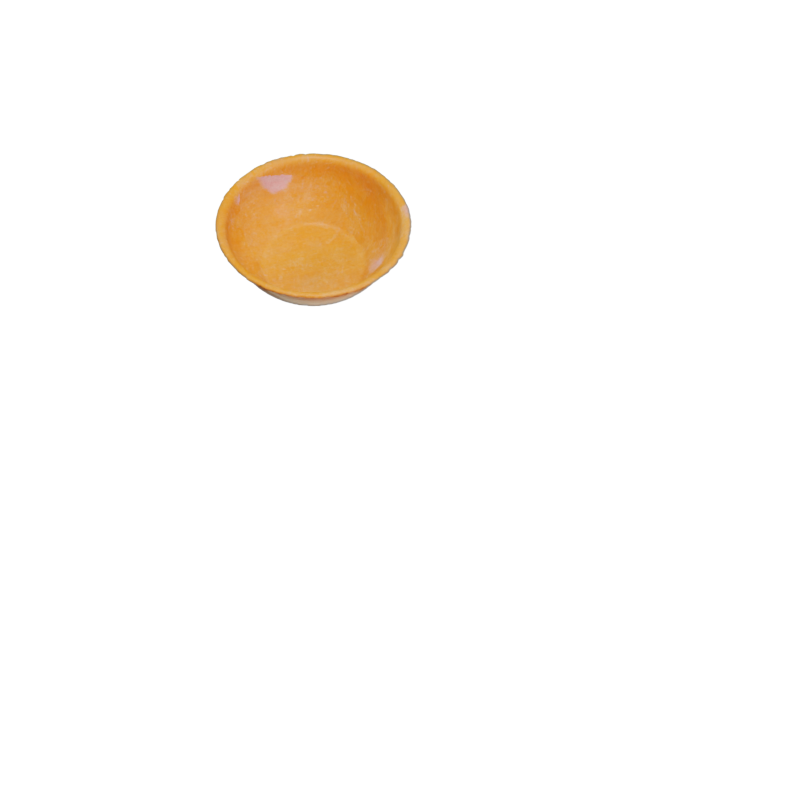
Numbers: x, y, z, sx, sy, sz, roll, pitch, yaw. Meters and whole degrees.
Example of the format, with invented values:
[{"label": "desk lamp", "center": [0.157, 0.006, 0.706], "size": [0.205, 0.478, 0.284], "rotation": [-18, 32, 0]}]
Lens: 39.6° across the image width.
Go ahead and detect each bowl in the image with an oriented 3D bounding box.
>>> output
[{"label": "bowl", "center": [-0.073, -0.133, 0.935], "size": [0.162, 0.174, 0.051], "rotation": [-1, -38, -1]}]
